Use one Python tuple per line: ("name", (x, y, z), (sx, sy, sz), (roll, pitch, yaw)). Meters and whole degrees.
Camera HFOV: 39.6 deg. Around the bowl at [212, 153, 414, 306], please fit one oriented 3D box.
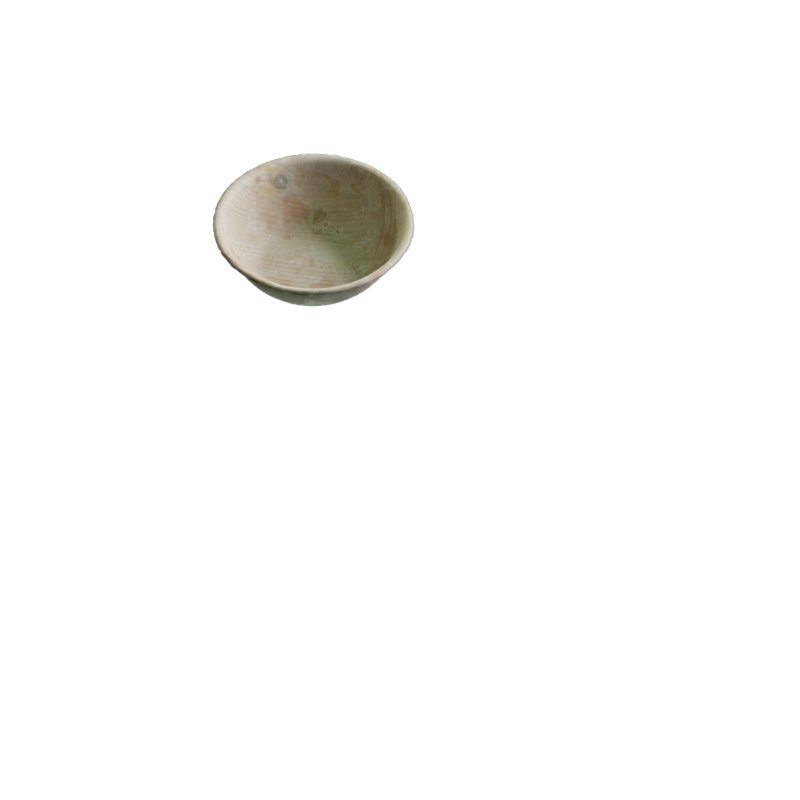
("bowl", (-0.071, -0.129, 0.905), (0.162, 0.174, 0.051), (-1, -41, -1))
